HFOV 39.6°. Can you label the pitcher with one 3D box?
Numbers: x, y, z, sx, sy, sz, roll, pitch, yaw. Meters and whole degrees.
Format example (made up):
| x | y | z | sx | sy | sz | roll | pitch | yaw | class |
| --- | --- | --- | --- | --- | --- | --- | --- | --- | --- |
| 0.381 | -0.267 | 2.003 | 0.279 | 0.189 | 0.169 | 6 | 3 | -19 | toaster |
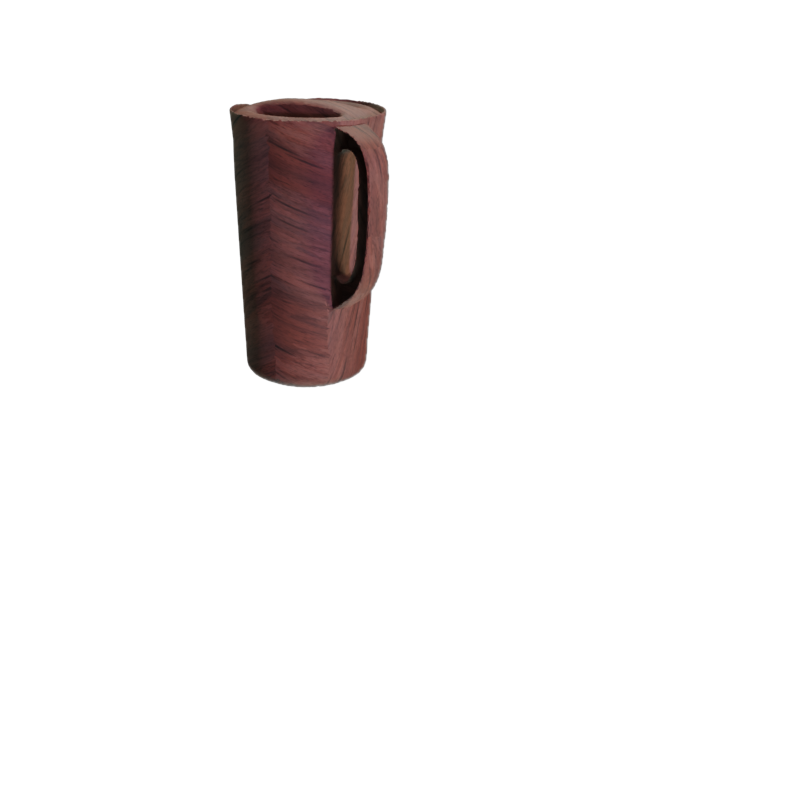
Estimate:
| x | y | z | sx | sy | sz | roll | pitch | yaw | class |
| --- | --- | --- | --- | --- | --- | --- | --- | --- | --- |
| -0.075 | -0.137 | 0.958 | 0.147 | 0.234 | 0.153 | 4 | 18 | 8 | pitcher |
